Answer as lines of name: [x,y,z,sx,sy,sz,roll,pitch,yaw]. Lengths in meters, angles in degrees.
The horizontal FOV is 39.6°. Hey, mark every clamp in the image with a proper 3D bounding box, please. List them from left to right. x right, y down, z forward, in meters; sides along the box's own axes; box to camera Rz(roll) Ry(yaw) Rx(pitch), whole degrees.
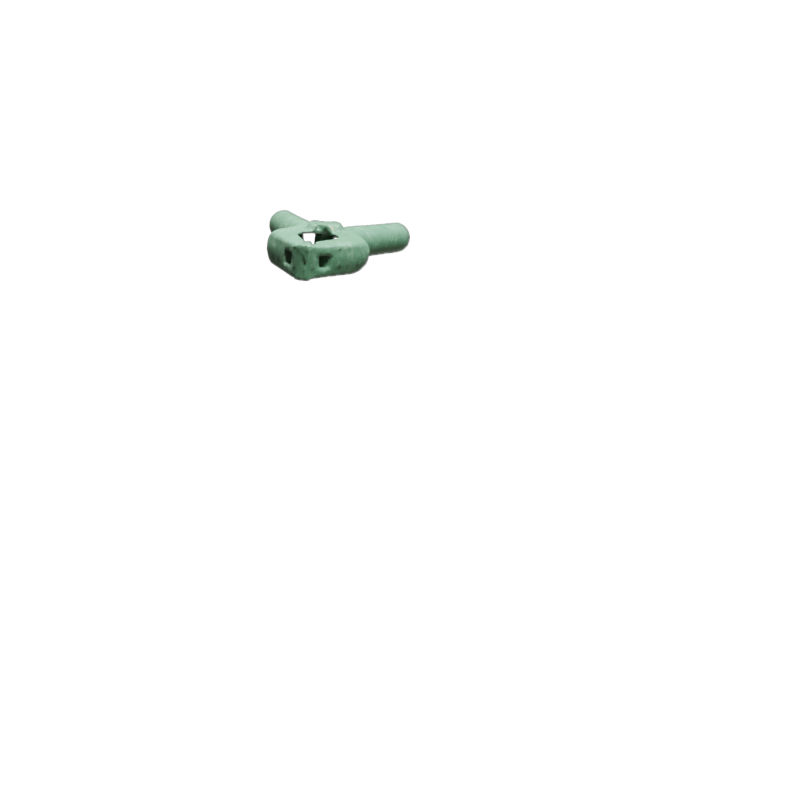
clamp: [-0.070,-0.127,0.888,0.123,0.038,0.171,4,14,16]
